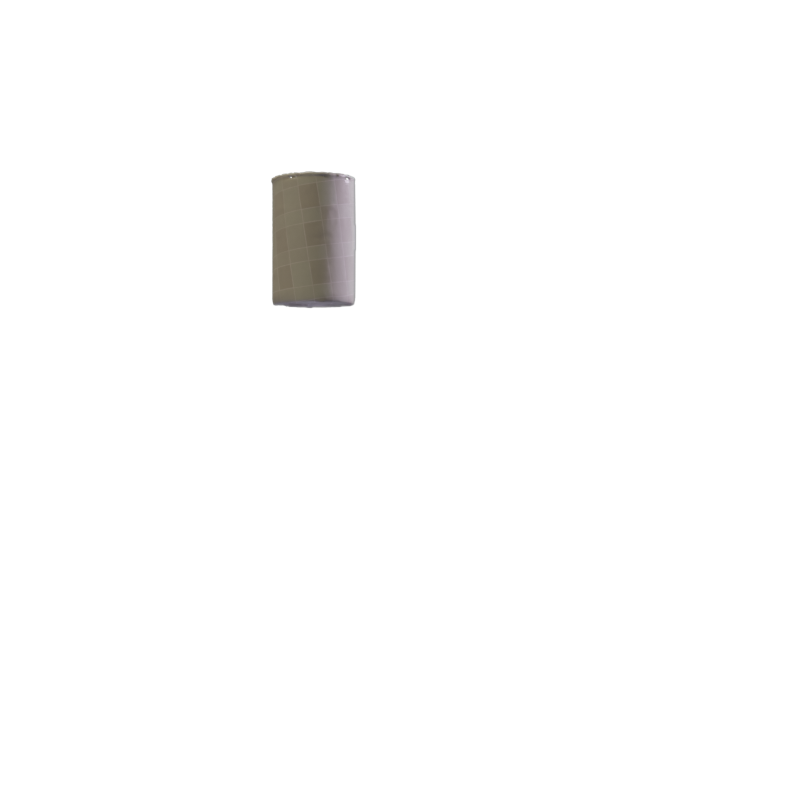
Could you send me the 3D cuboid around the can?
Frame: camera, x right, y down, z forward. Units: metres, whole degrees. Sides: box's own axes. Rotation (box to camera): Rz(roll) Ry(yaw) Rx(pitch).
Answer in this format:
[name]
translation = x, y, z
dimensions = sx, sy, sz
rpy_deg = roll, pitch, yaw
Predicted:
[can]
translation = -0.069, -0.127, 0.887
dimensions = 0.068, 0.104, 0.068
rpy_deg = 0, -4, -2
